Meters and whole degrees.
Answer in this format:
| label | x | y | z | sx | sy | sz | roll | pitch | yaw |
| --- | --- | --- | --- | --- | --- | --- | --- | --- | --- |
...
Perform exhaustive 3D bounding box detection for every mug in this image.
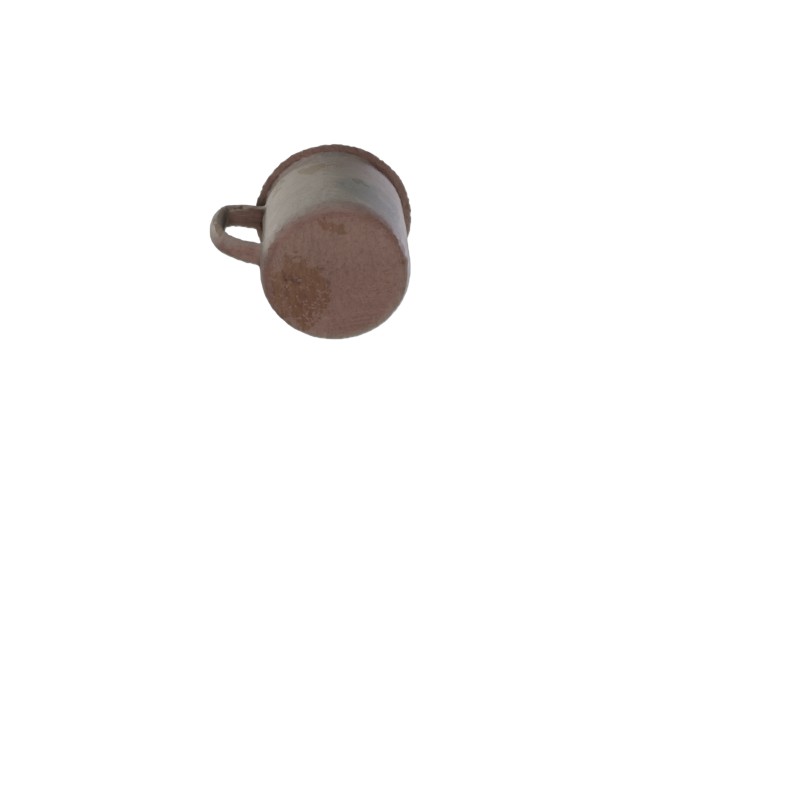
| label | x | y | z | sx | sy | sz | roll | pitch | yaw |
| --- | --- | --- | --- | --- | --- | --- | --- | --- | --- |
| mug | -0.049 | -0.089 | 0.623 | 0.116 | 0.089 | 0.086 | 10 | 27 | -7 |
